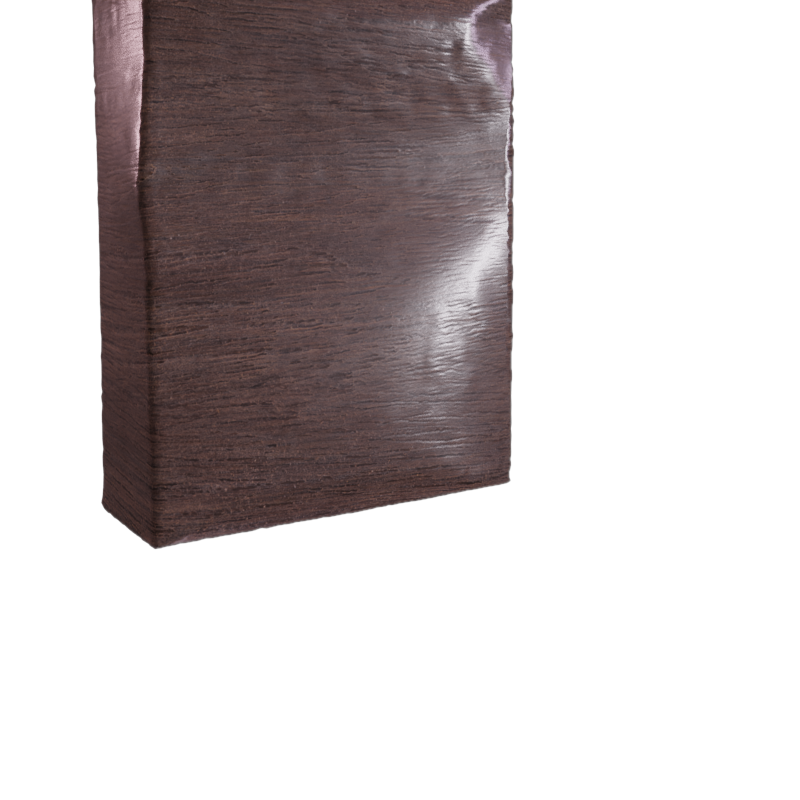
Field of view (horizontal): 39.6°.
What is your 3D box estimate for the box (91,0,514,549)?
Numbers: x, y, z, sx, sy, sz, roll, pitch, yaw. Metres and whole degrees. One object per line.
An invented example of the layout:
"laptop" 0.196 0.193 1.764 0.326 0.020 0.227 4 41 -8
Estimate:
"box" -0.035 -0.064 0.447 0.159 0.212 0.075 -3 6 -30
